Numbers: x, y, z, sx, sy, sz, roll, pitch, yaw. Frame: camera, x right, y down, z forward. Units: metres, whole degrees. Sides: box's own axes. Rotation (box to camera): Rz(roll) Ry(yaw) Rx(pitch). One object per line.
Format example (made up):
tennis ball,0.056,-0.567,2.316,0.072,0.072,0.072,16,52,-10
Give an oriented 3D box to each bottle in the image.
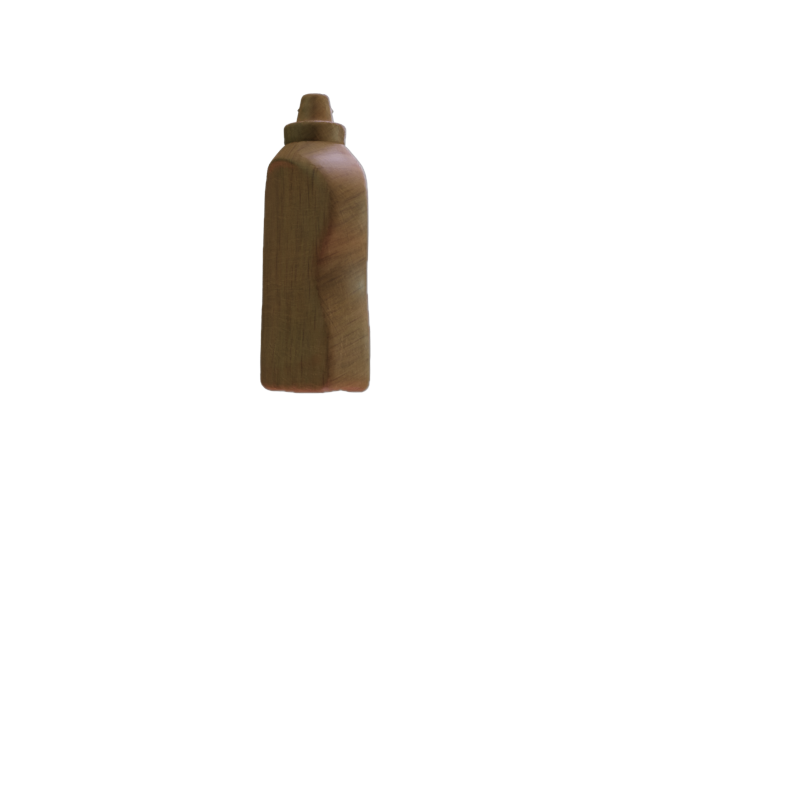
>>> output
bottle,-0.056,-0.102,0.715,0.056,0.194,0.098,2,-5,-28
